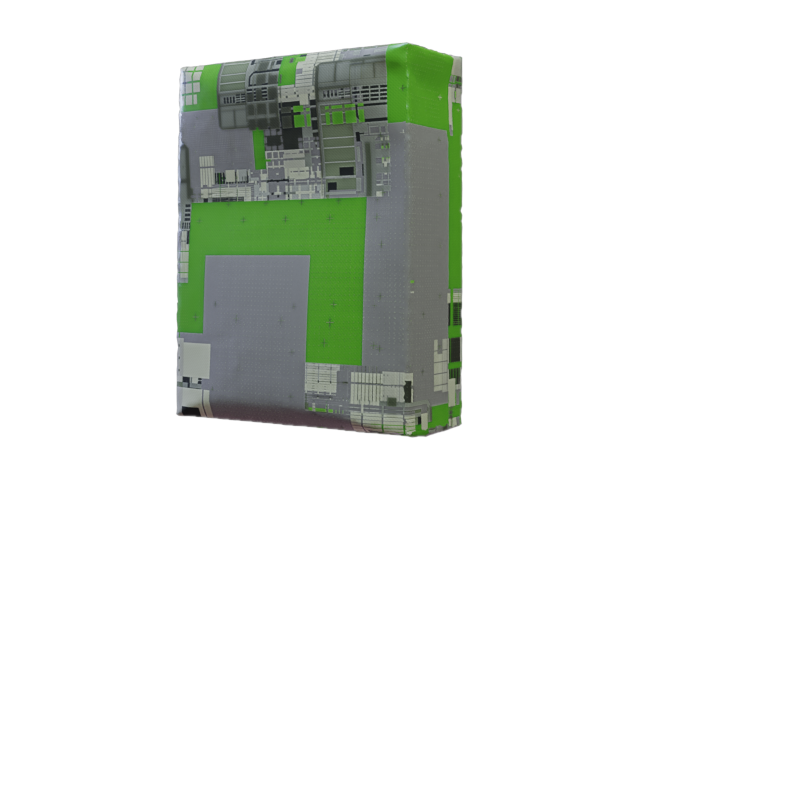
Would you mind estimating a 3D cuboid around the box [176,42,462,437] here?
[{"bbox_3d":[-0.051,-0.093,0.649,0.170,0.214,0.069,2,2,32],"label":"box"}]
